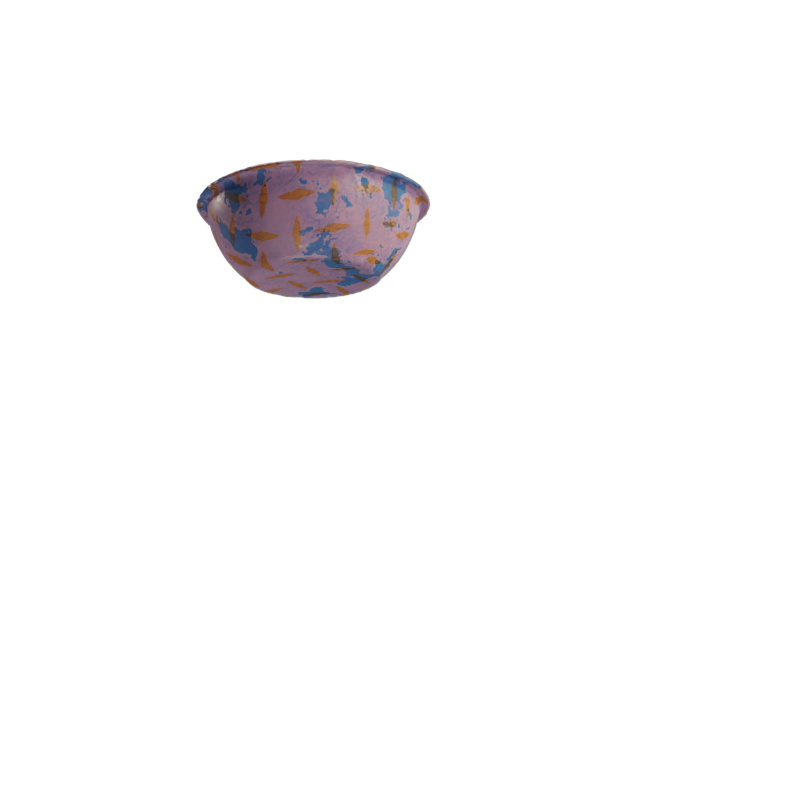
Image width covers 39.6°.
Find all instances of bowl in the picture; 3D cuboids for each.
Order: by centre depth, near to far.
[{"bbox_3d":[-0.060,-0.109,0.762,0.162,0.057,0.156,0,-13,-2],"label":"bowl"}]
